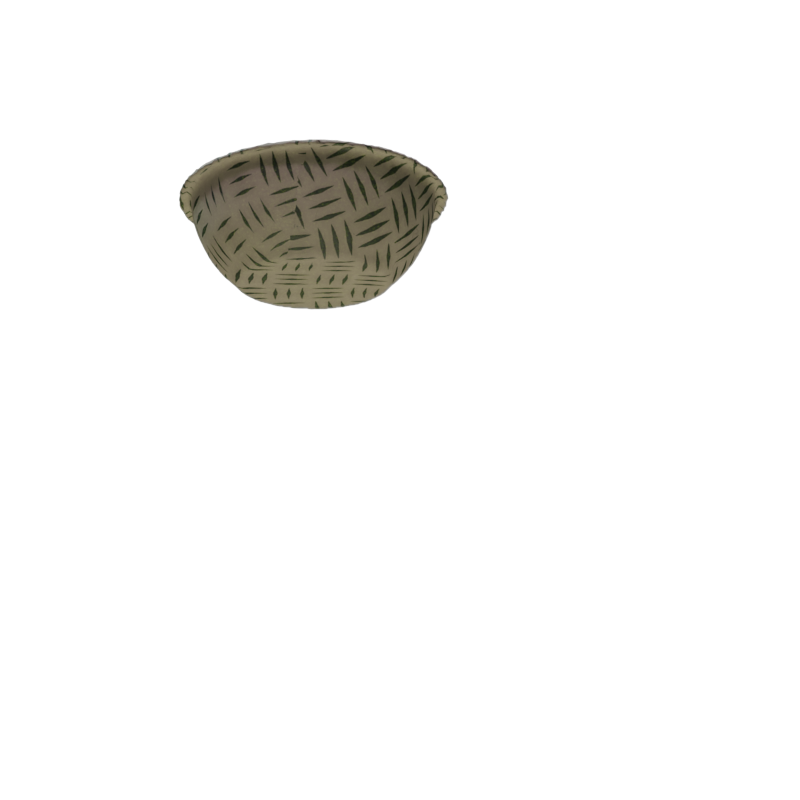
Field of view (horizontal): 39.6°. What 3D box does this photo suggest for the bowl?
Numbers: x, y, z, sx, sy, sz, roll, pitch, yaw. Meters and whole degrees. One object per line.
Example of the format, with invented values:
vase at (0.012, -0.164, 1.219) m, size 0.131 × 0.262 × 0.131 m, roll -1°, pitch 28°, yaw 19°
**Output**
bowl at (-0.052, -0.094, 0.661) m, size 0.162 × 0.057 × 0.155 m, roll 0°, pitch -16°, yaw -2°
